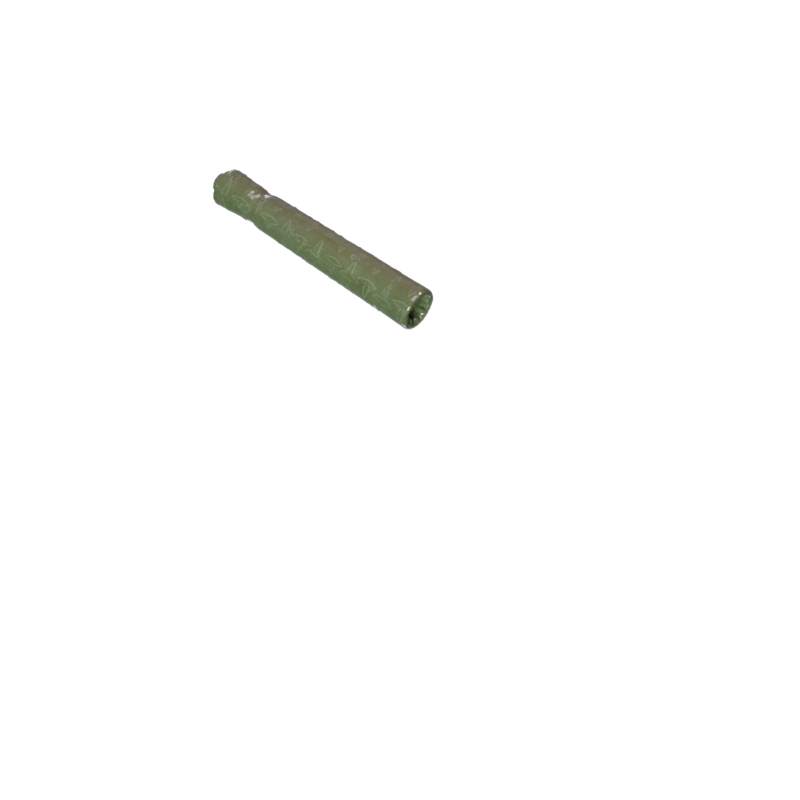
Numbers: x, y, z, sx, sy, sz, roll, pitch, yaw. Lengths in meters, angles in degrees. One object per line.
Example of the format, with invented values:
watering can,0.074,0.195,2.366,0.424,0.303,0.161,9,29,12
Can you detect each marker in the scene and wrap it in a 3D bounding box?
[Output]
marker,-0.038,-0.069,0.485,0.129,0.019,0.019,35,22,29
